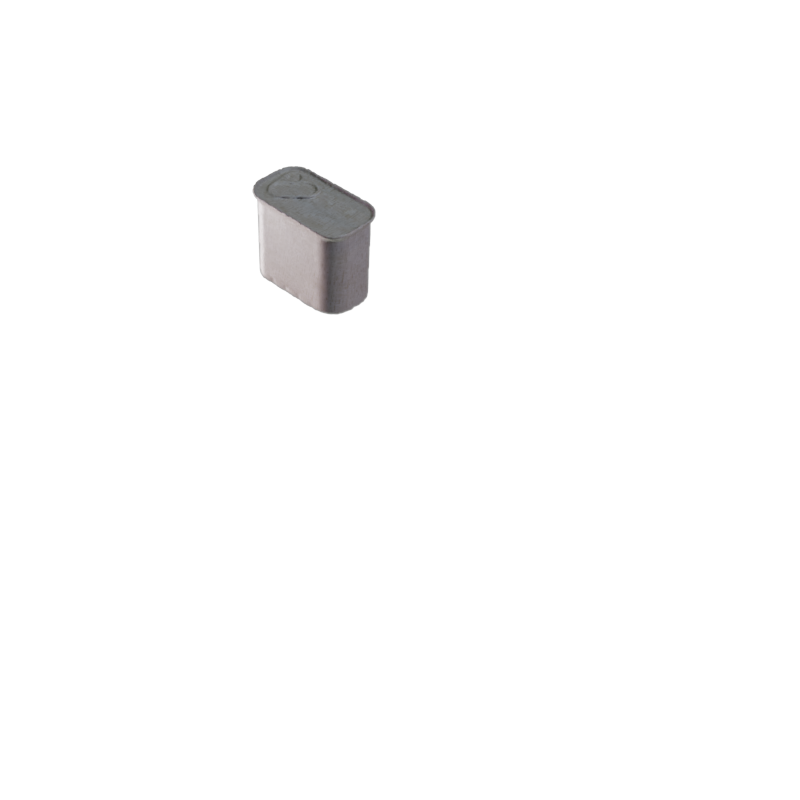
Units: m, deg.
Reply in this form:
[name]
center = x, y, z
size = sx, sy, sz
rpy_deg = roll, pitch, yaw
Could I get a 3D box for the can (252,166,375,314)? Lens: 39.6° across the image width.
[can]
center = -0.070, -0.128, 0.893
size = 0.109, 0.078, 0.058
rpy_deg = 33, 50, 31
